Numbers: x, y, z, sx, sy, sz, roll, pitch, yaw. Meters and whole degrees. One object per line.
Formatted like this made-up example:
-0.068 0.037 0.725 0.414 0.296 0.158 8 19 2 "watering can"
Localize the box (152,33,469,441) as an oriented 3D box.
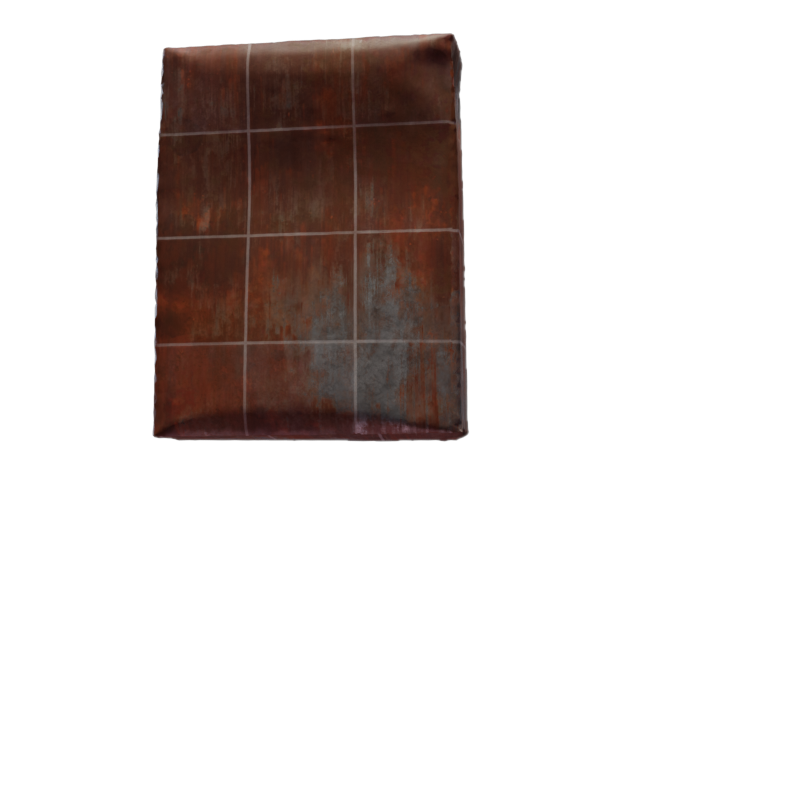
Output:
-0.047 -0.086 0.605 0.166 0.218 0.070 -1 -7 8 "box"
